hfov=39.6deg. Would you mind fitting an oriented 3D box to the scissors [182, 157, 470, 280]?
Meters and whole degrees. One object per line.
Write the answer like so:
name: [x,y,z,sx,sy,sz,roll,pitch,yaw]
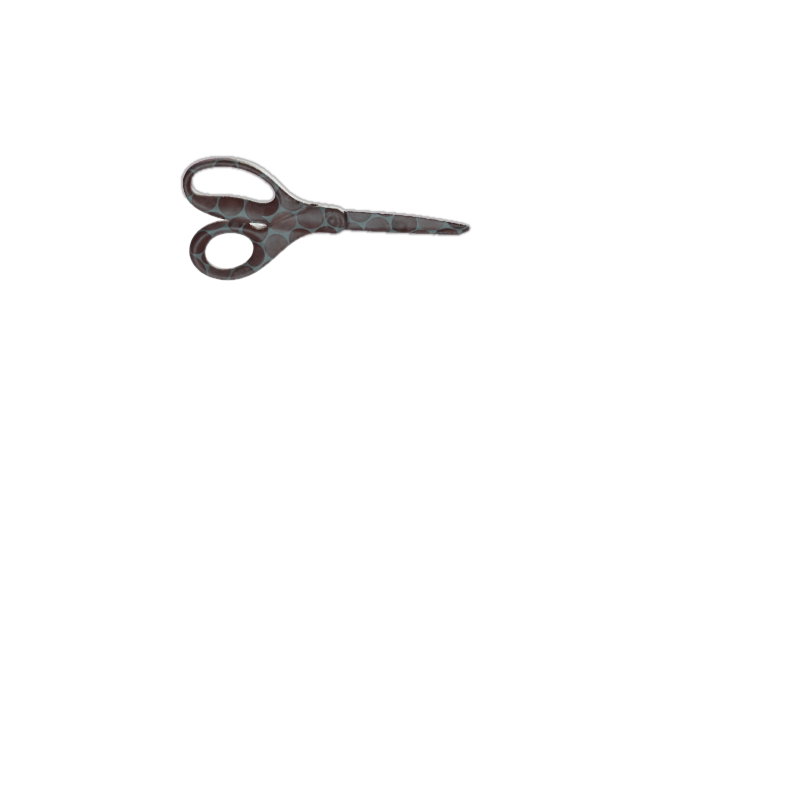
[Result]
scissors: [-0.061,-0.112,0.782,0.199,0.093,0.016,19,18,-6]
